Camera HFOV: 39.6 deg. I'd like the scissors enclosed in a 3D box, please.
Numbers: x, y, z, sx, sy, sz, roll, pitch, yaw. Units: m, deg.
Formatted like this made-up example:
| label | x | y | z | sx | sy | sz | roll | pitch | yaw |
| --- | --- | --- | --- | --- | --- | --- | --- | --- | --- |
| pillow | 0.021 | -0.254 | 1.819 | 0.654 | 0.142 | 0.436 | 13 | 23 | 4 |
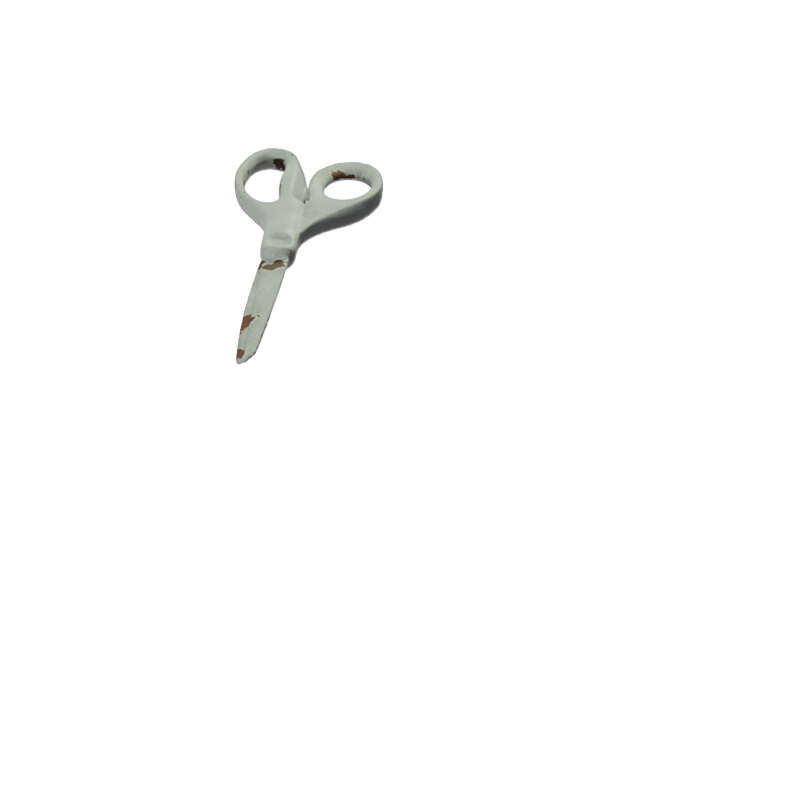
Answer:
| label | x | y | z | sx | sy | sz | roll | pitch | yaw |
| --- | --- | --- | --- | --- | --- | --- | --- | --- | --- |
| scissors | -0.047 | -0.086 | 0.601 | 0.095 | 0.015 | 0.217 | -6 | 38 | -8 |
